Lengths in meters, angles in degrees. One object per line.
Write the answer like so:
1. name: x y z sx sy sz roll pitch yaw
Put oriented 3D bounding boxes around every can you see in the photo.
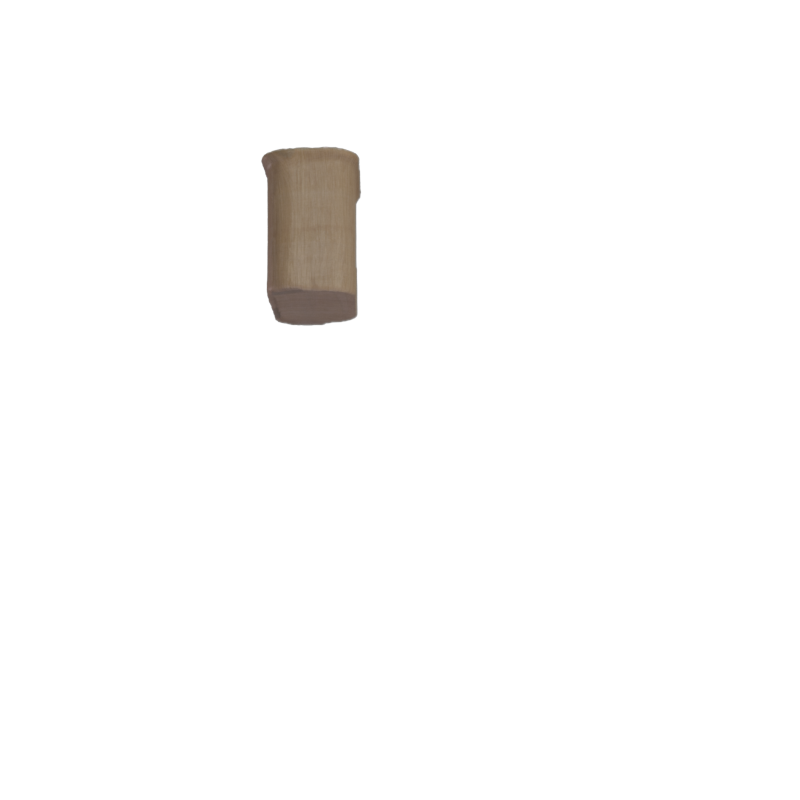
1. can: -0.052 -0.095 0.667 0.057 0.087 0.099 -1 -11 0
